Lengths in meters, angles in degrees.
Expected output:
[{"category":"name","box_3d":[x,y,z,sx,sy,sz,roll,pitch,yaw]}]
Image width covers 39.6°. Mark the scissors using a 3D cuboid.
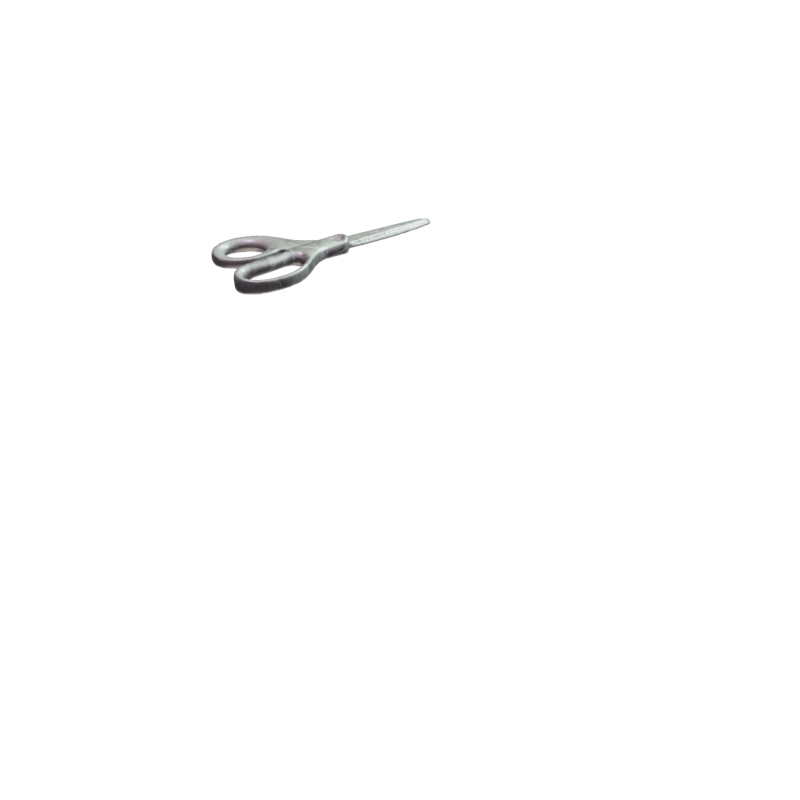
[{"category":"scissors","box_3d":[-0.072,-0.132,0.924,0.102,0.015,0.201,22,36,33]}]
